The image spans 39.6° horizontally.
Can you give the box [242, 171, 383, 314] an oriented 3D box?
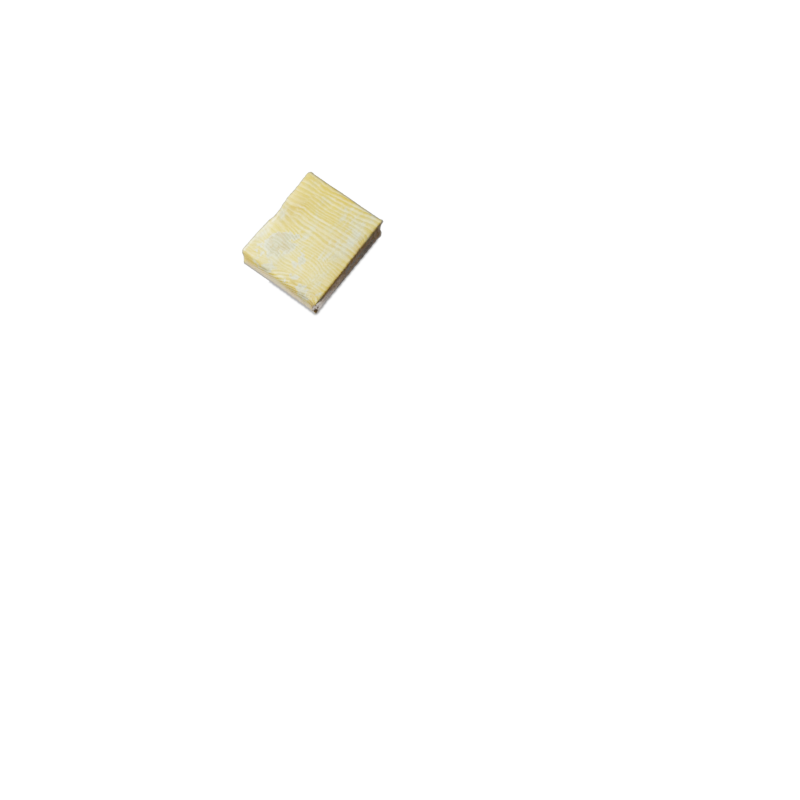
[{"bbox_3d":[-0.068,-0.123,0.863,0.075,0.091,0.029,35,-18,12],"label":"box"}]
